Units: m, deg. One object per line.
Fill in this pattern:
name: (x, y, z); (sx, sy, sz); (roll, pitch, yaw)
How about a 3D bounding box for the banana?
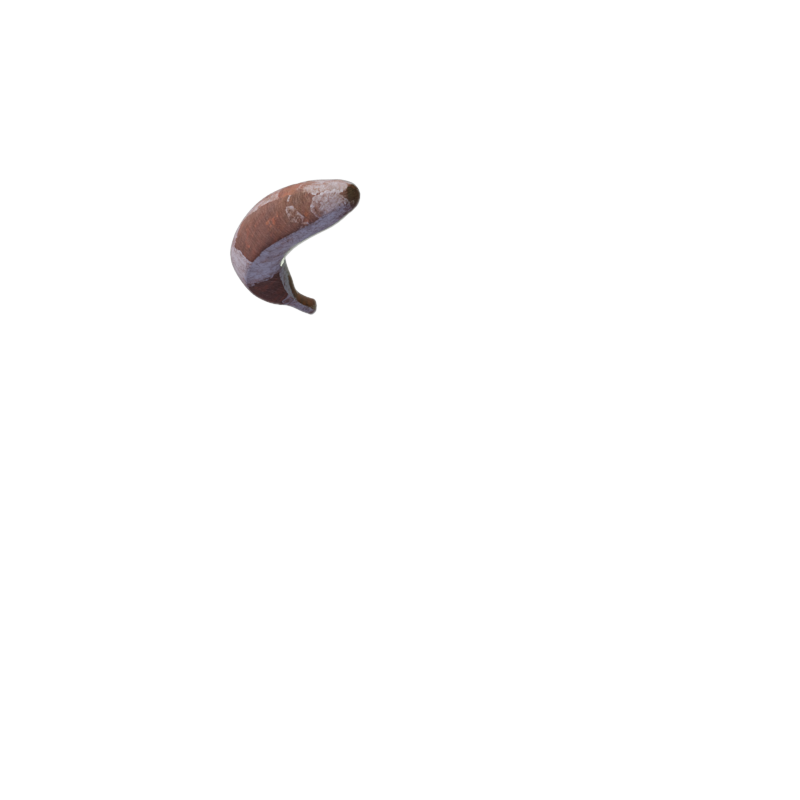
banana: (-0.076, -0.104, 0.733); (0.069, 0.038, 0.192); (3, -15, -11)
